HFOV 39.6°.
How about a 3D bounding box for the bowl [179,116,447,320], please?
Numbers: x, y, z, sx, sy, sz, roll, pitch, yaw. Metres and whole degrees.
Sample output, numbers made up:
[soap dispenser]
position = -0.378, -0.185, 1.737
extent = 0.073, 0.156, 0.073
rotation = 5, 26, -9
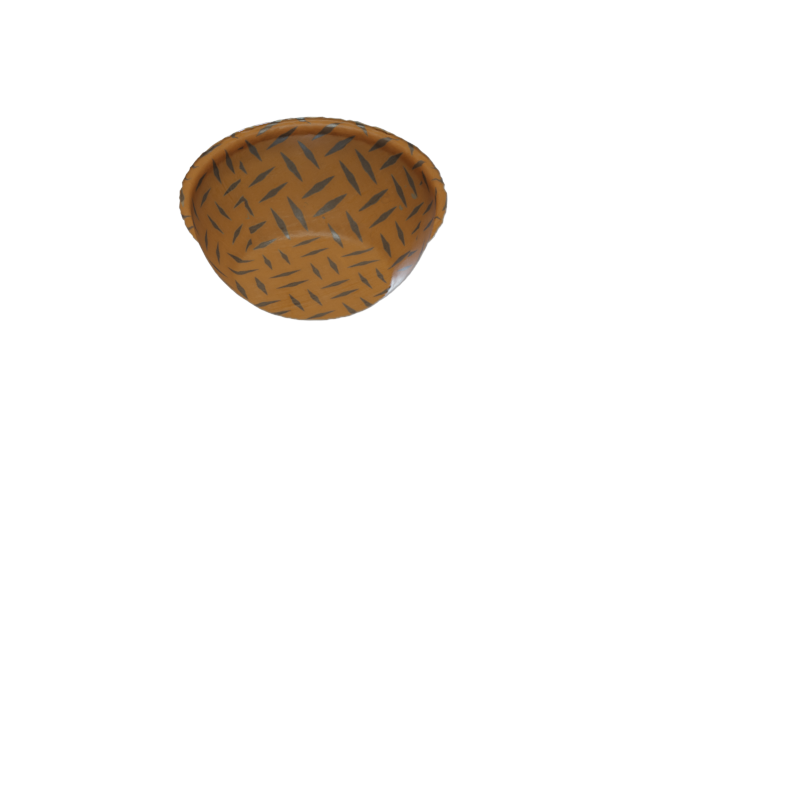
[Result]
[bowl]
position = -0.051, -0.093, 0.655
extent = 0.162, 0.059, 0.152
rotation = 1, -30, -2
